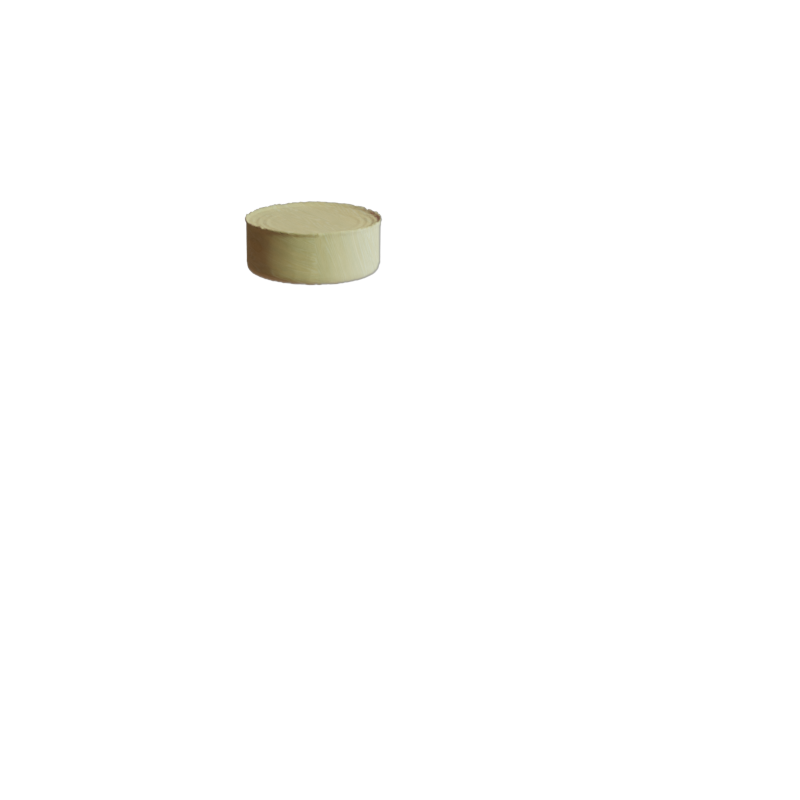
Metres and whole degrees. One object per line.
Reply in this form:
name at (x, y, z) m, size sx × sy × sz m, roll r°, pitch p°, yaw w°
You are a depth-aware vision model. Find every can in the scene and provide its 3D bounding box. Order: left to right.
can at (-0.055, -0.100, 0.697) m, size 0.086 × 0.032 × 0.090 m, roll -1°, pitch 21°, yaw -2°
